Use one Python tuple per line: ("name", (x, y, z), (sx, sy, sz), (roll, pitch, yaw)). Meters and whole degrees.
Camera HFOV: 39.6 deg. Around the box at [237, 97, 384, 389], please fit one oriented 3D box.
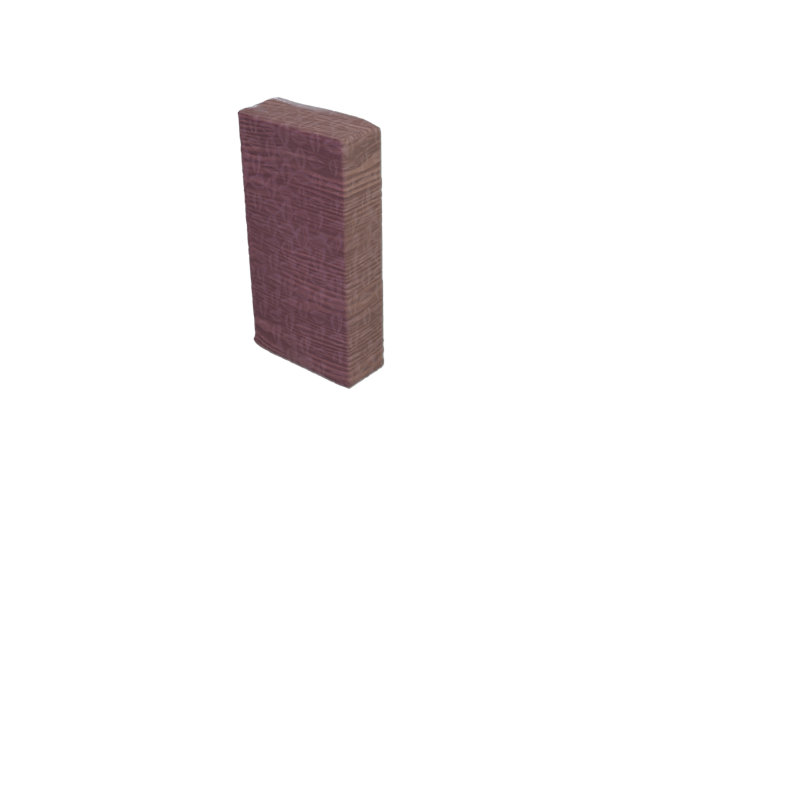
("box", (-0.057, -0.105, 0.733), (0.099, 0.167, 0.048), (23, 33, 35))
